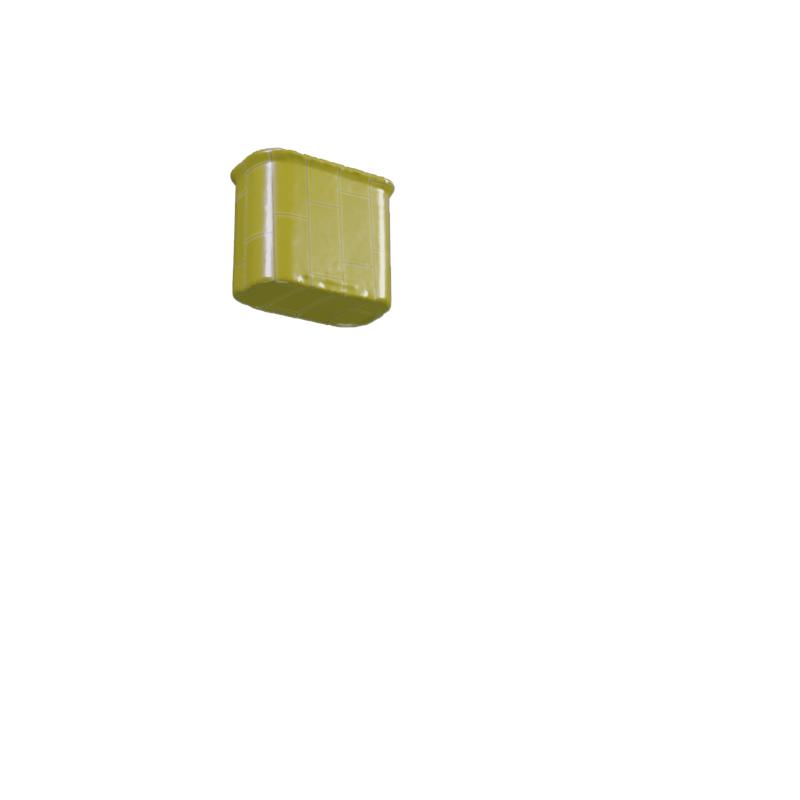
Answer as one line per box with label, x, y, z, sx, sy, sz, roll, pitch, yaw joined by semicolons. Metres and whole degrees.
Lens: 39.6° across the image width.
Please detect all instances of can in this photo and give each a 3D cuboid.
can;-0.053;-0.096;0.676;0.097;0.088;0.057;11;-24;-31
